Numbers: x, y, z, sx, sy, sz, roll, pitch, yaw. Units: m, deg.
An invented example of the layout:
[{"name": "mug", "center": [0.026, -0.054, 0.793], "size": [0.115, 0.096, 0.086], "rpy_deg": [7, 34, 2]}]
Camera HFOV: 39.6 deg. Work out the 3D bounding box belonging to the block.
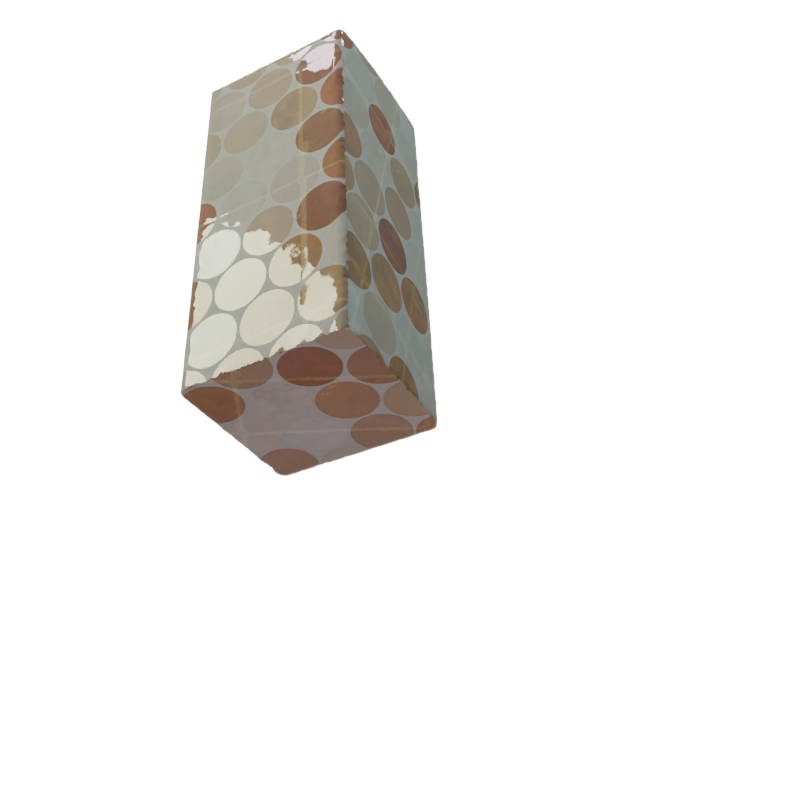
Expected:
[{"name": "block", "center": [-0.044, -0.082, 0.574], "size": [0.091, 0.221, 0.083], "rpy_deg": [-21, -42, 21]}]
